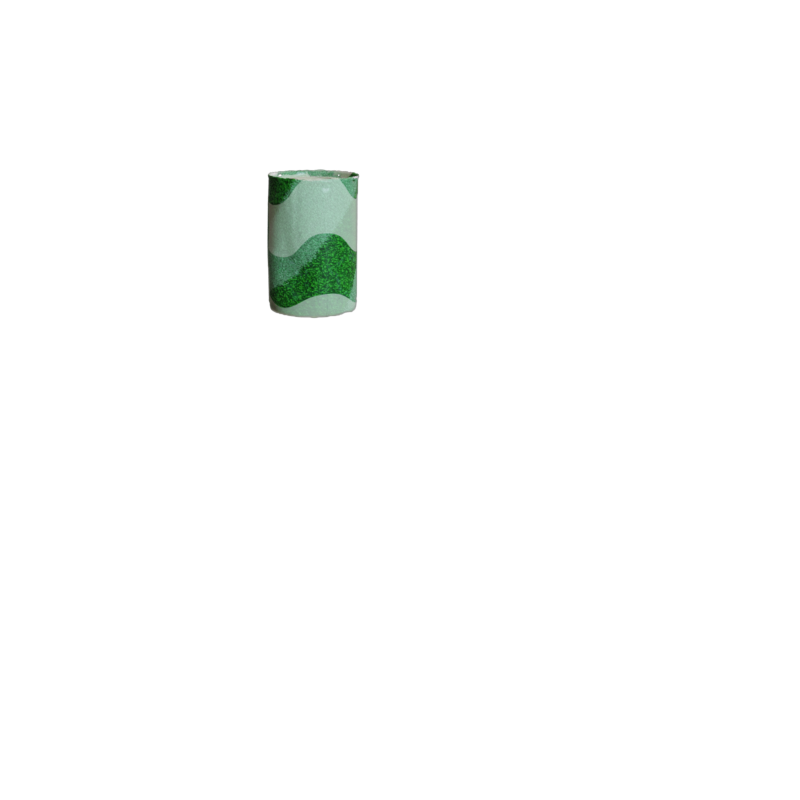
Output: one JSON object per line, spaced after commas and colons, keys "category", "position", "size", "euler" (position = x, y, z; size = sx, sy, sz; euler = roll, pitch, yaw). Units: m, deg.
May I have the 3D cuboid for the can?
{"category": "can", "position": [-0.065, -0.118, 0.827], "size": [0.068, 0.100, 0.070], "euler": [0, 12, -2]}
